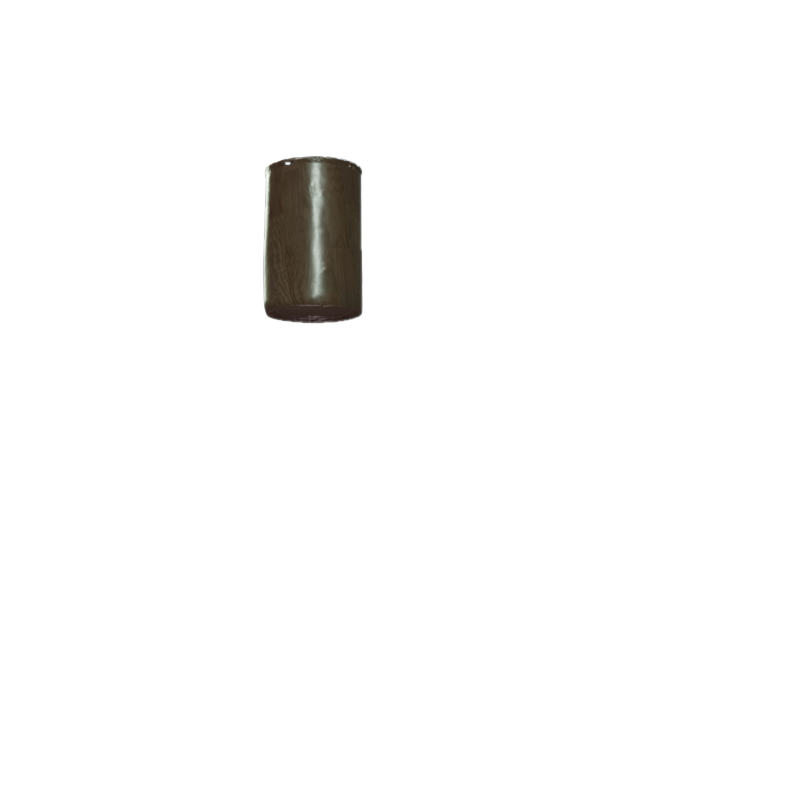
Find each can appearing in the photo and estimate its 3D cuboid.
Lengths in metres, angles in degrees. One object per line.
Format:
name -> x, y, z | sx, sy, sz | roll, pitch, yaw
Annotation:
can -> -0.059, -0.108, 0.759 | 0.068, 0.106, 0.067 | 0, -12, -2
